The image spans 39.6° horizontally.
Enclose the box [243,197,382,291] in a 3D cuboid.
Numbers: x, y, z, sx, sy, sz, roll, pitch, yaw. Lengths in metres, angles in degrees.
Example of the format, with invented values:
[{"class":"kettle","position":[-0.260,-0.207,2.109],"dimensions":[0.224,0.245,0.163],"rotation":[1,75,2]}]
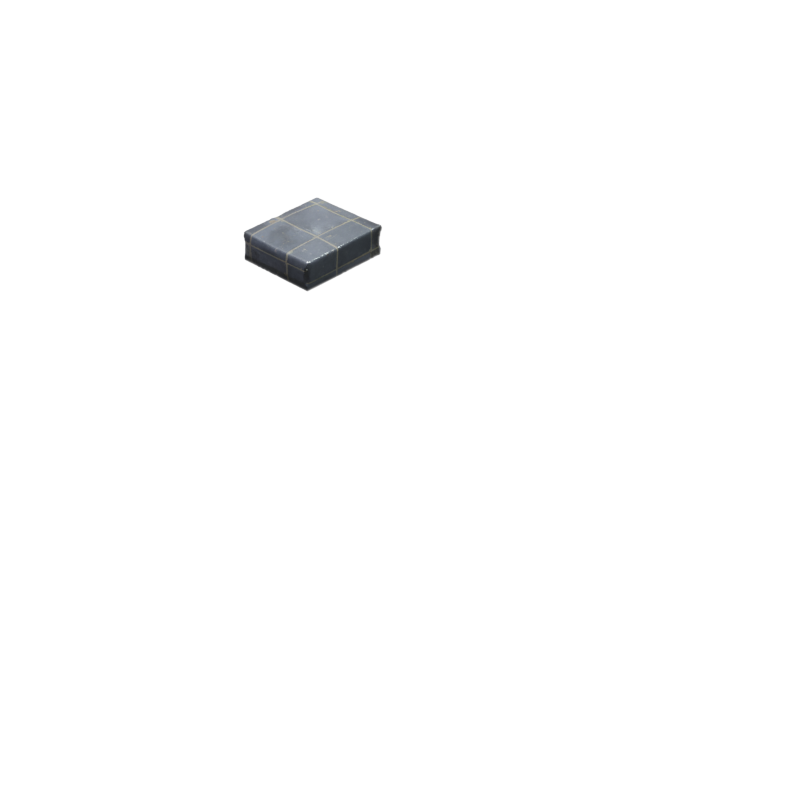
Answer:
[{"class":"box","position":[-0.070,-0.128,0.898],"dimensions":[0.078,0.028,0.089],"rotation":[28,43,34]}]
